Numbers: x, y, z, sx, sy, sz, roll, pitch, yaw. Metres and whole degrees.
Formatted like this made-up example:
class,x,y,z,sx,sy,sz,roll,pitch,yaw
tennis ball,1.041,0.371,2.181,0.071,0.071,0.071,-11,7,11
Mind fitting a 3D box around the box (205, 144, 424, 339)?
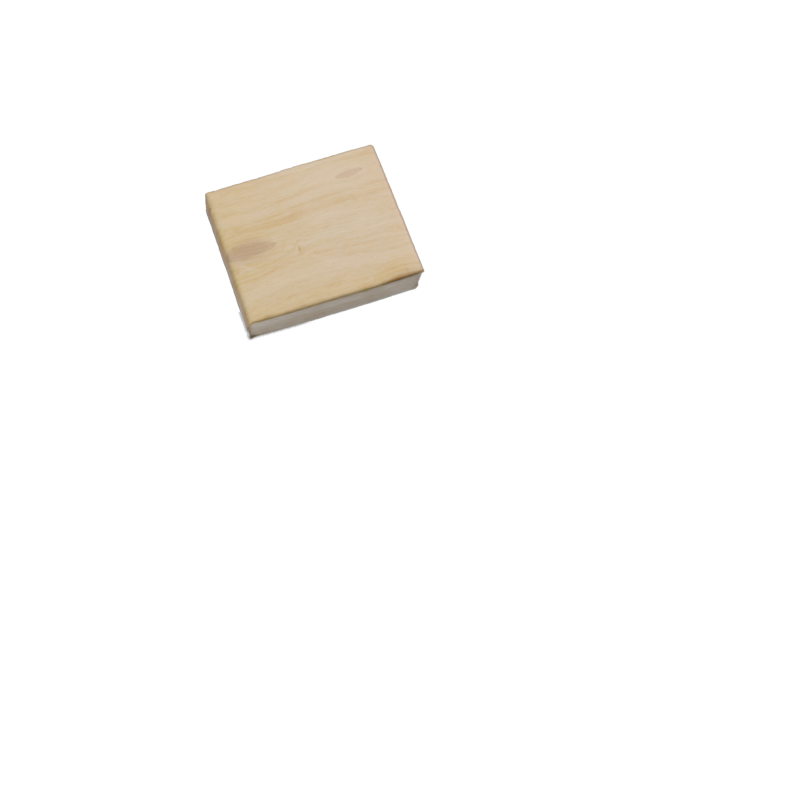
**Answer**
class,x,y,z,sx,sy,sz,roll,pitch,yaw
box,-0.053,-0.097,0.680,0.113,0.095,0.037,-19,-20,-8
